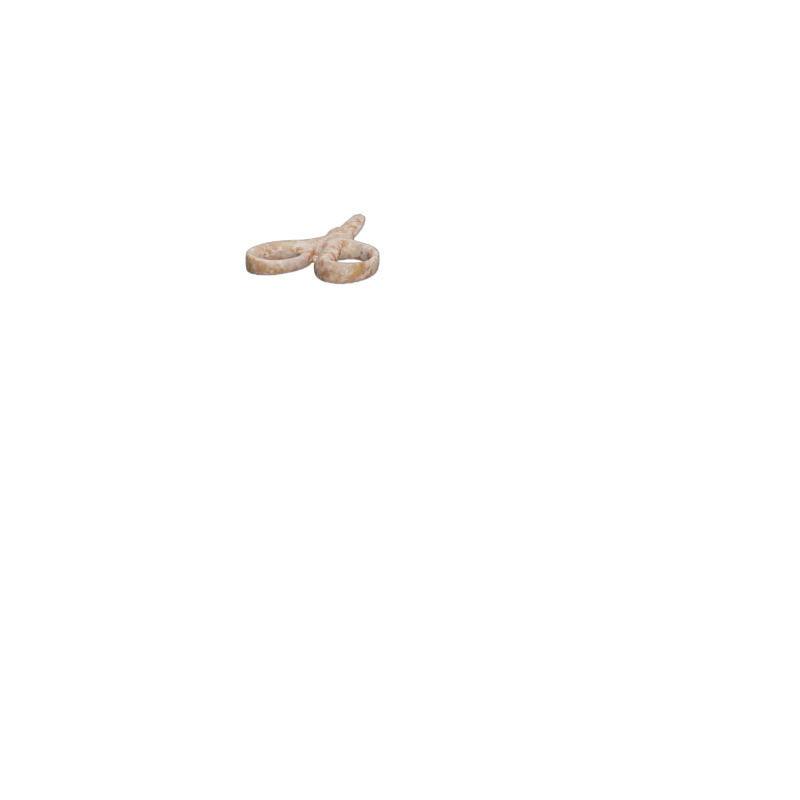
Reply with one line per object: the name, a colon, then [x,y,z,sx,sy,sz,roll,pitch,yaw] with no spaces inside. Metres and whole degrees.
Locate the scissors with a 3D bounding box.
scissors: [-0.061,-0.111,0.780,0.095,0.015,0.210,-2,19,-7]
